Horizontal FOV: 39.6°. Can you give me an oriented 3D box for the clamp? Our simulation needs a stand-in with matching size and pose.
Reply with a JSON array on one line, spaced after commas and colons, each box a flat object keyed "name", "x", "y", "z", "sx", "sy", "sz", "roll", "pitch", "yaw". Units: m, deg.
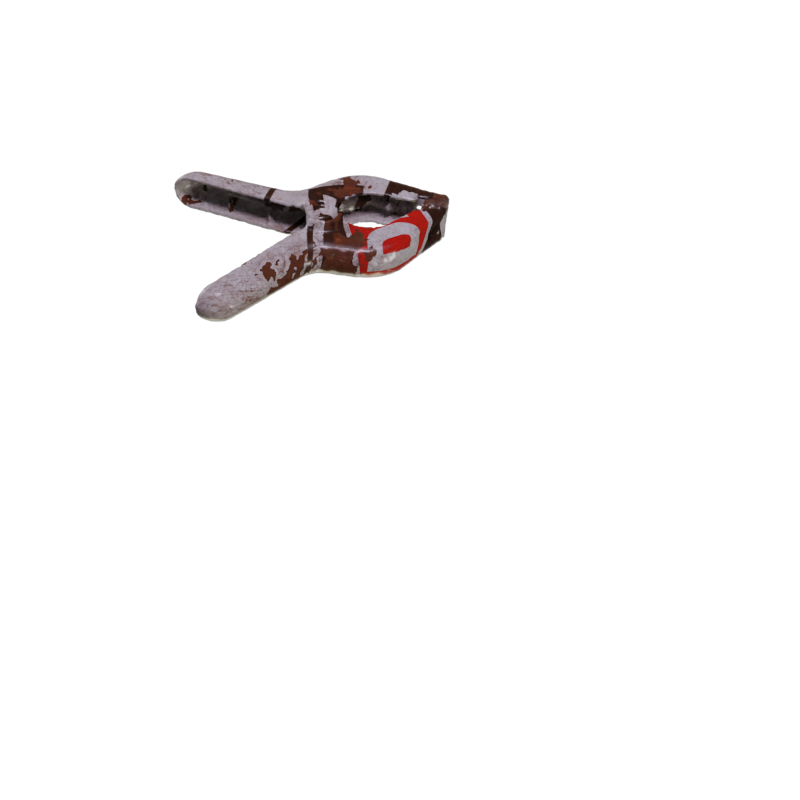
[{"name": "clamp", "x": -0.053, "y": -0.096, "z": 0.672, "sx": 0.171, "sy": 0.129, "sz": 0.037, "roll": -3, "pitch": -38, "yaw": -3}]
